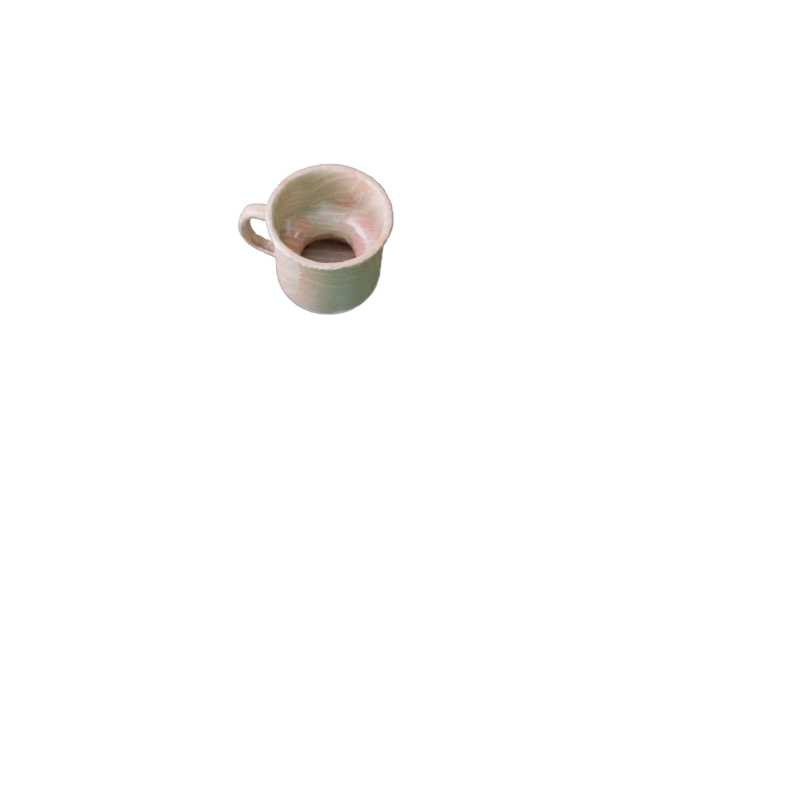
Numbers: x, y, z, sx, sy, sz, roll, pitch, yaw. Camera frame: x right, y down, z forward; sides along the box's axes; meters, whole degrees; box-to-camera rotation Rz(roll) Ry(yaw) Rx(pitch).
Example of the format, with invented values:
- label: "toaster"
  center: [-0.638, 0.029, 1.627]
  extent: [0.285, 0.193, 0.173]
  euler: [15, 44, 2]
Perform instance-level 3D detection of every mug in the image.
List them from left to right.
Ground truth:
- label: "mug"
  center: [-0.065, -0.119, 0.835]
  extent: [0.118, 0.098, 0.077]
  euler: [11, -29, 5]
